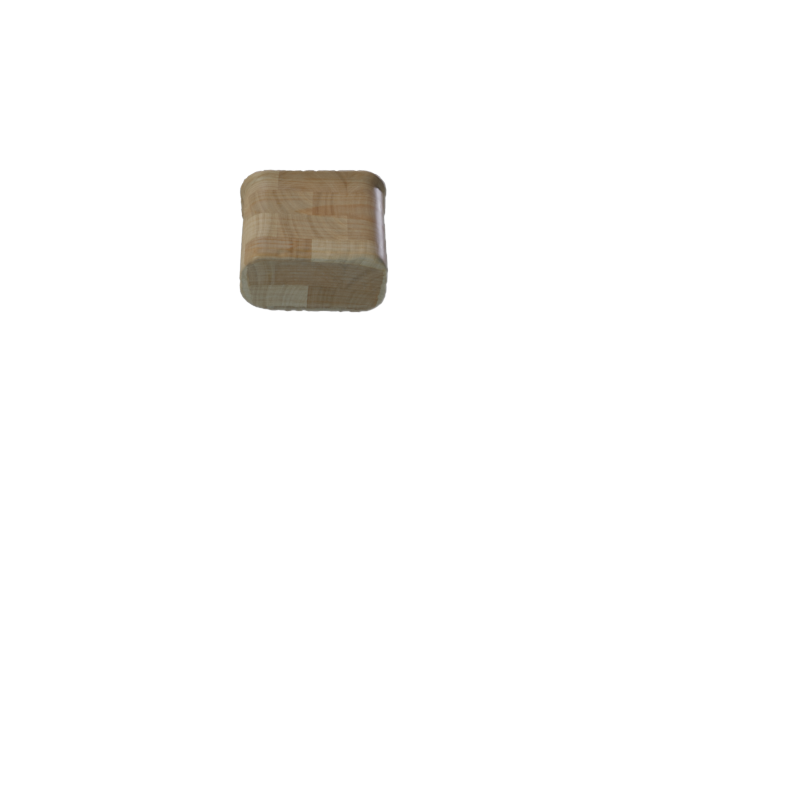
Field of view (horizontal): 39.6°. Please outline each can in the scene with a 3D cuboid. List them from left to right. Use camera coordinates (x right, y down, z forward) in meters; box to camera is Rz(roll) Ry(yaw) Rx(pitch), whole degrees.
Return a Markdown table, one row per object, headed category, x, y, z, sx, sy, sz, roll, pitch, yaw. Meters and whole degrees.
| category | x | y | z | sx | sy | sz | roll | pitch | yaw |
| --- | --- | --- | --- | --- | --- | --- | --- | --- | --- |
| can | -0.059 | -0.107 | 0.748 | 0.102 | 0.090 | 0.054 | 0 | -42 | -2 |
